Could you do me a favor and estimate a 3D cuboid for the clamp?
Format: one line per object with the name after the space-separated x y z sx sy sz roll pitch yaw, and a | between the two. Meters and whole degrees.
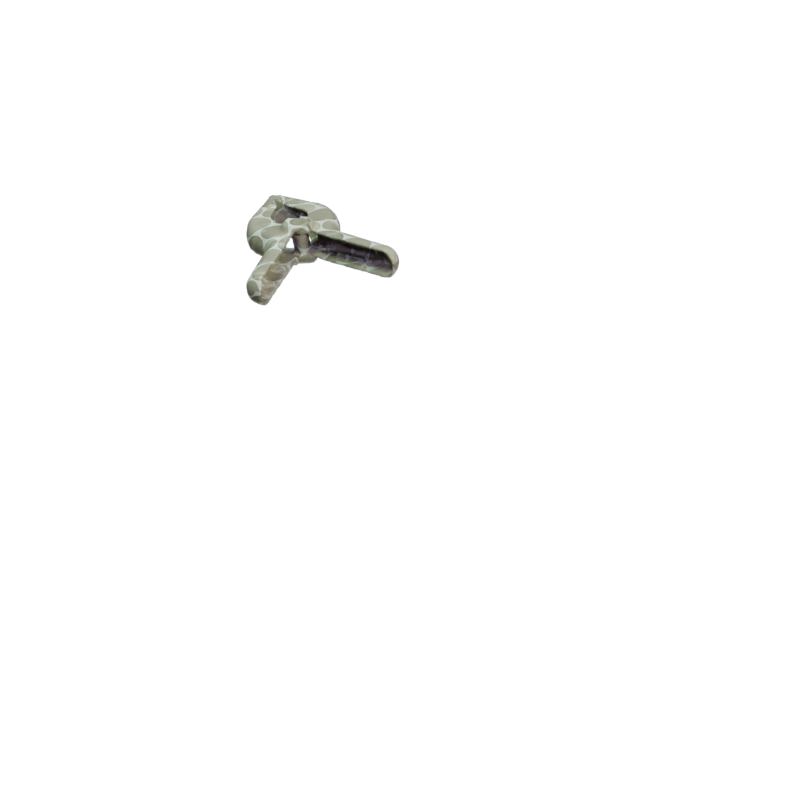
-0.072 -0.131 0.914 0.119 0.037 0.183 -5 32 -8 | clamp
